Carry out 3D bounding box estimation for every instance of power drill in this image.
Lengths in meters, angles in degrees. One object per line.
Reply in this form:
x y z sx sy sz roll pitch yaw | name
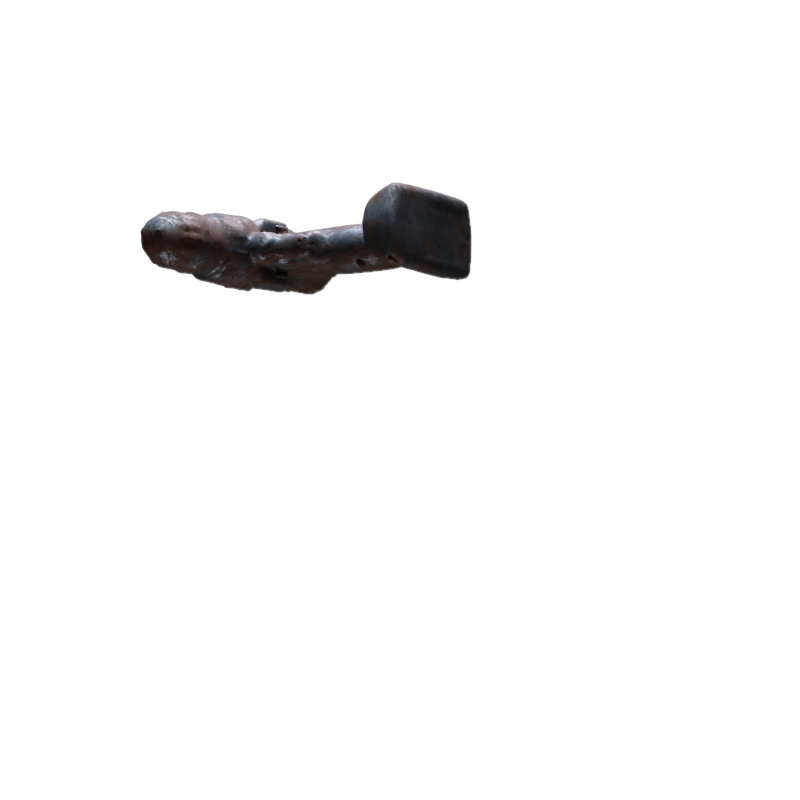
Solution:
-0.060 -0.110 0.770 0.194 0.058 0.176 0 0 36 | power drill
